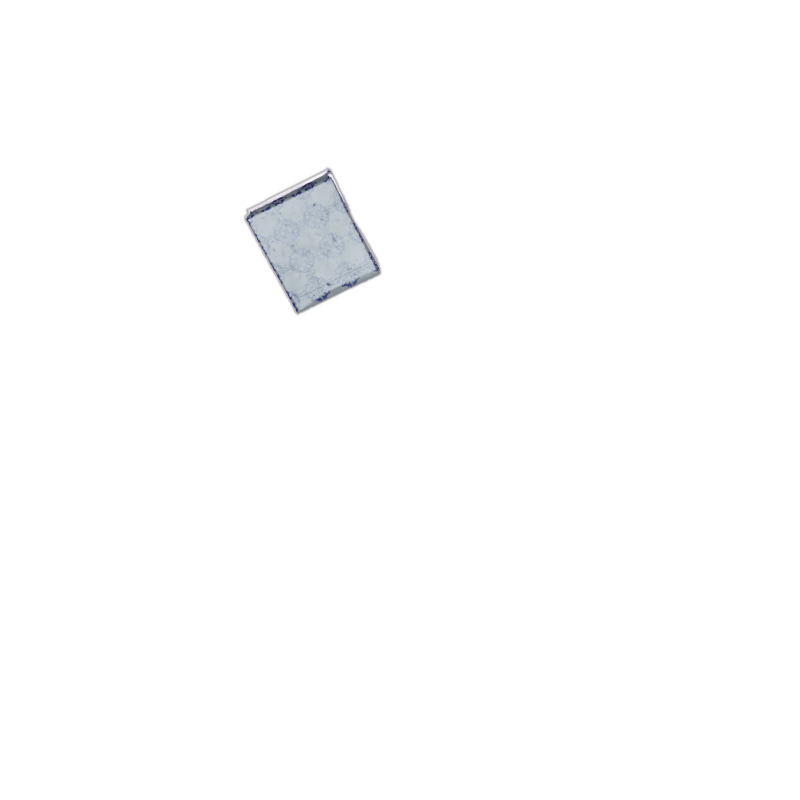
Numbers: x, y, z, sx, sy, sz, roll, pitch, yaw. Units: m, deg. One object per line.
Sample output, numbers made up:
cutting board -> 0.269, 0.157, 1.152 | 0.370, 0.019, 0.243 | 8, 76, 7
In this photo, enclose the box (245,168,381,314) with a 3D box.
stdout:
box -> -0.067, -0.122, 0.851 | 0.073, 0.086, 0.031 | -26, 14, 7
